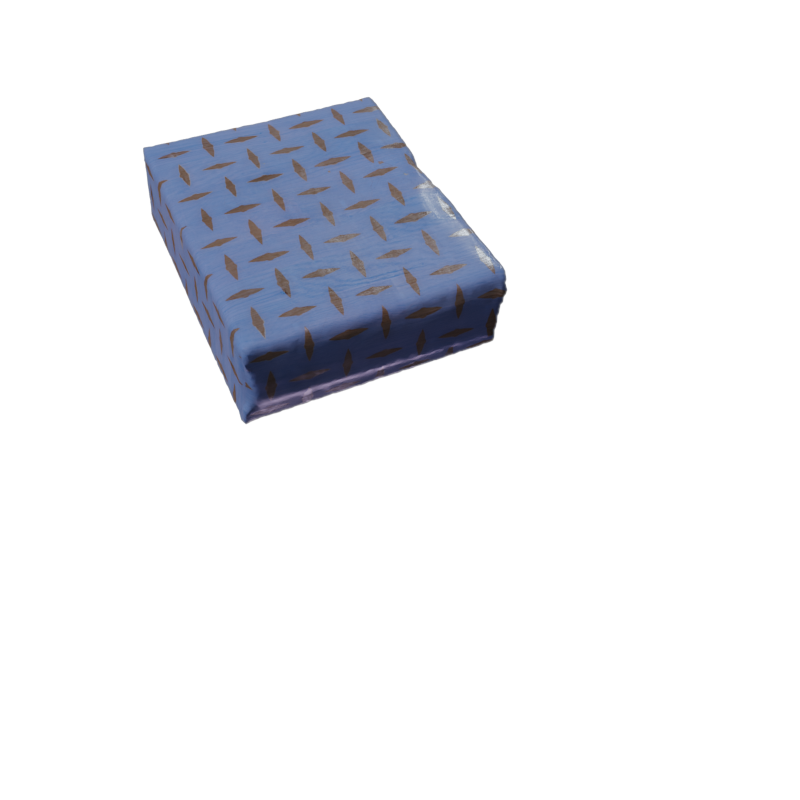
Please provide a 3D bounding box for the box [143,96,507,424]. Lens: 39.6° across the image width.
[{"bbox_3d":[-0.024,-0.044,0.308,0.072,0.028,0.097,-17,49,-16],"label":"box"}]
